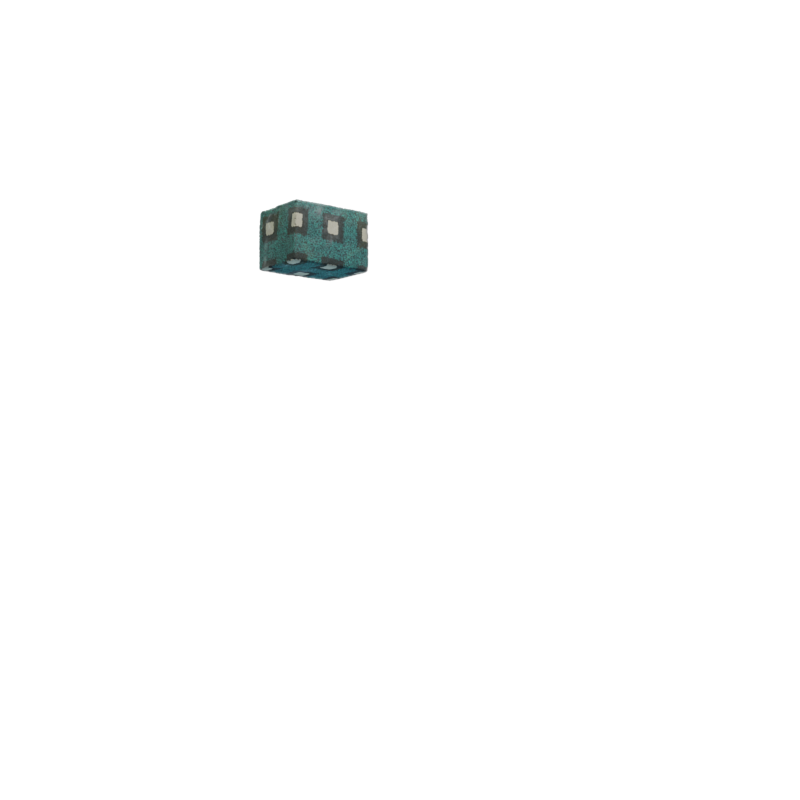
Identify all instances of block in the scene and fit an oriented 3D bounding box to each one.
[{"bbox_3d":[-0.072,-0.132,0.922,0.074,0.053,0.054,6,-11,-39],"label":"block"}]
